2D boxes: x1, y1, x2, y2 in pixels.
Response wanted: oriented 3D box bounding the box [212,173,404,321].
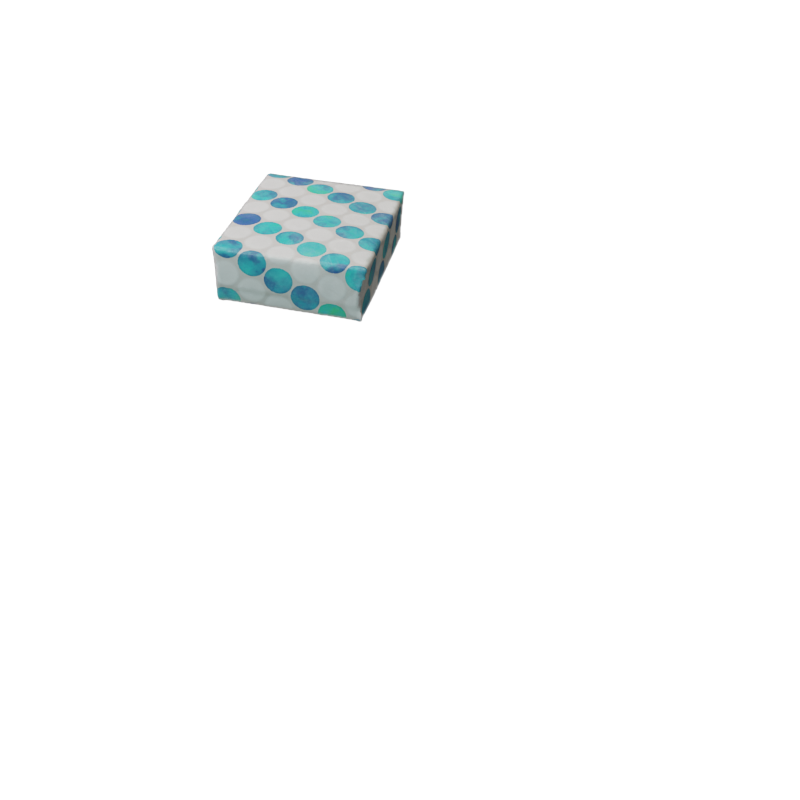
[{"bbox_3d":[-0.052,-0.095,0.663,0.091,0.036,0.119,7,35,10],"label":"box"}]
